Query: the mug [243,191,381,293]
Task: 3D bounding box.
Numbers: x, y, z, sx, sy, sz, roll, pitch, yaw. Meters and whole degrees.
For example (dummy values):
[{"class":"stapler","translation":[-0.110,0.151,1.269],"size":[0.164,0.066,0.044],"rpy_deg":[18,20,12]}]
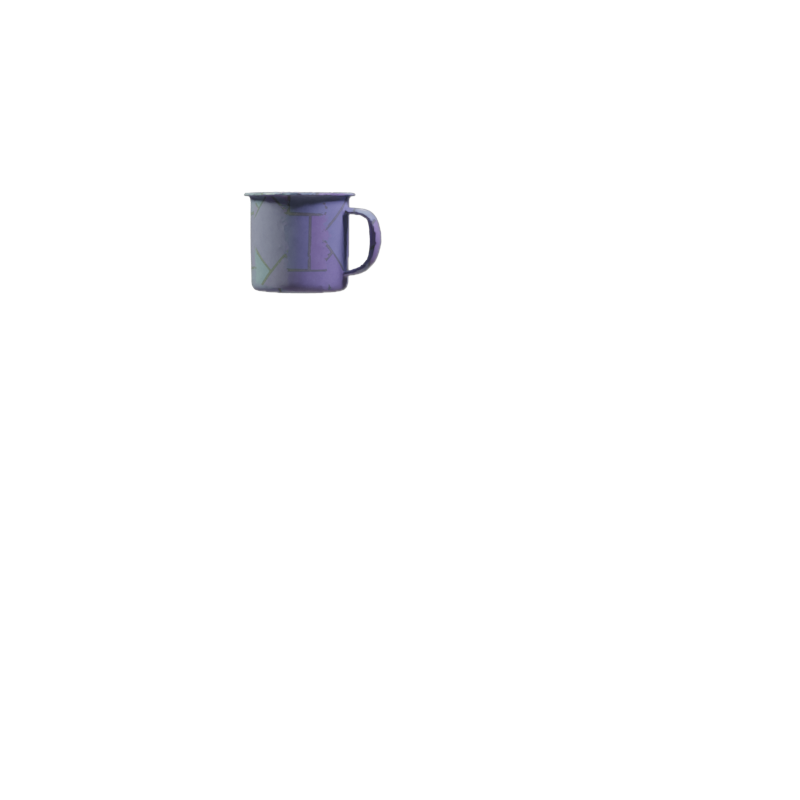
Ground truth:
[{"class":"mug","translation":[-0.072,-0.131,0.919],"size":[0.120,0.081,0.092],"rpy_deg":[2,6,17]}]
